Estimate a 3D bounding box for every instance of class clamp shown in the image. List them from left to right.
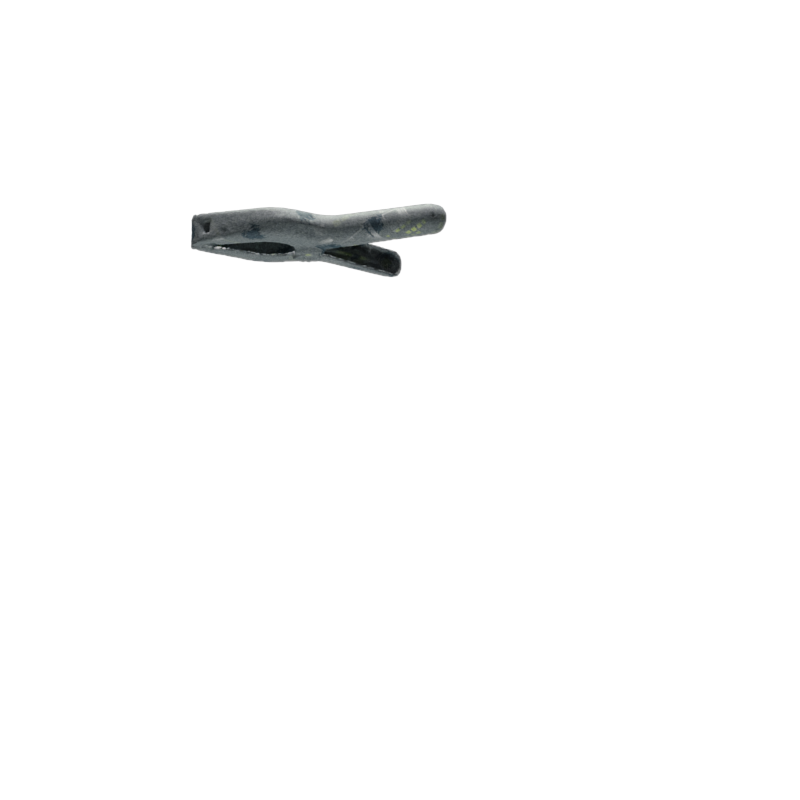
[{"bbox_3d":[-0.076,-0.138,0.969,0.209,0.038,0.160,1,-10,-4],"label":"clamp"}]
